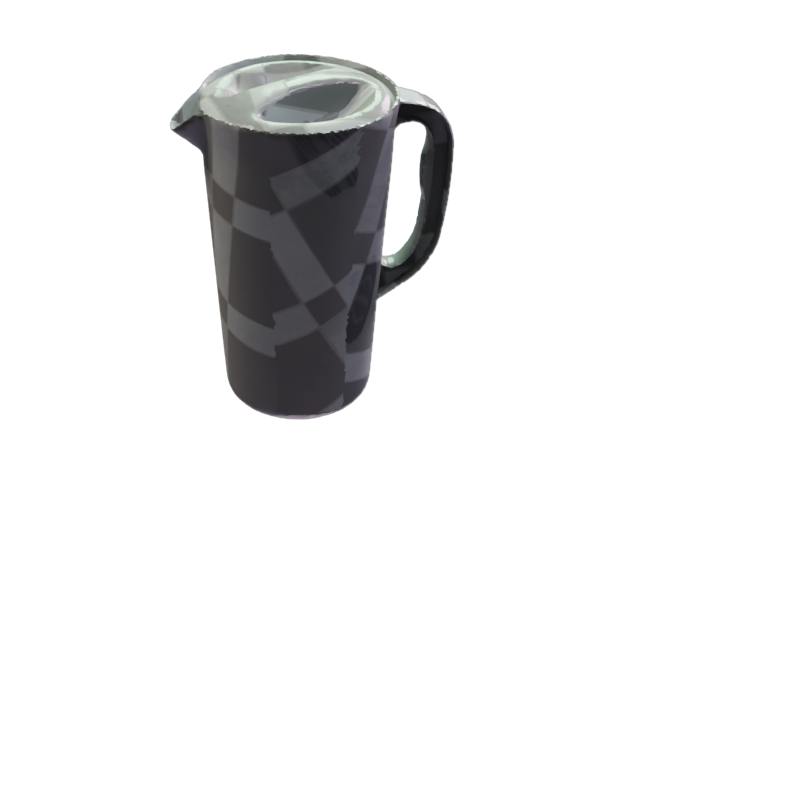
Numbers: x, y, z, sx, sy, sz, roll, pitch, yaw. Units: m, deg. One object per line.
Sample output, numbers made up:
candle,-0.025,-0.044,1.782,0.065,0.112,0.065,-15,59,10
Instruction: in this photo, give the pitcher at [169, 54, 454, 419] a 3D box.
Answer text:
pitcher,-0.061,-0.111,0.778,0.157,0.228,0.147,21,39,26
